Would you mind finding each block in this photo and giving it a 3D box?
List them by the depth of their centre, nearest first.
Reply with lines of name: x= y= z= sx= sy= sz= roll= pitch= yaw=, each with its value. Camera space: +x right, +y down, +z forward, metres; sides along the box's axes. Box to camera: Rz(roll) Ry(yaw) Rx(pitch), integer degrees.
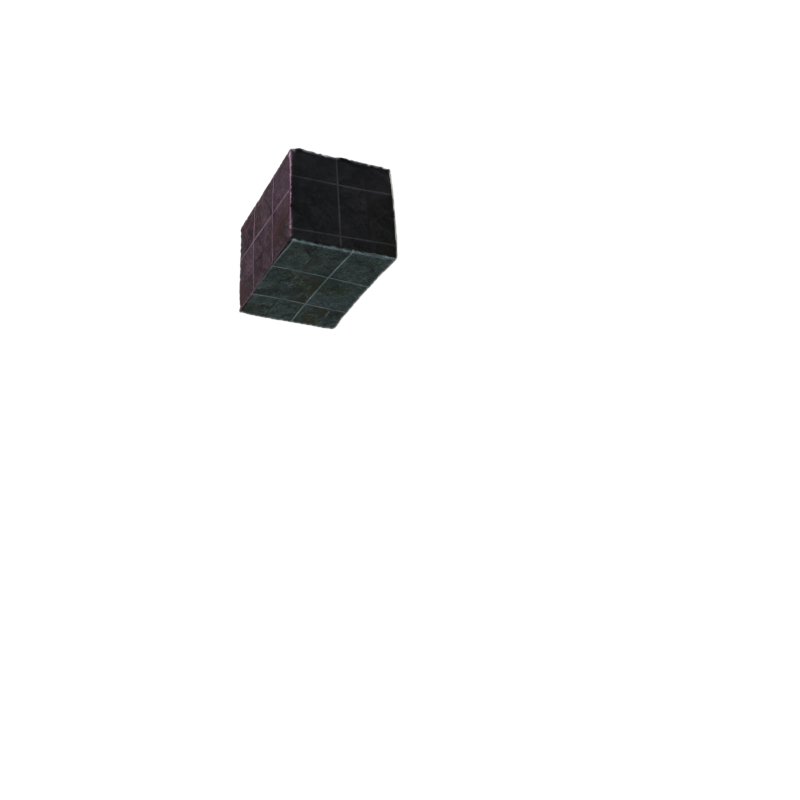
block: x=-0.042 y=-0.076 z=0.532 sx=0.051 sy=0.054 sz=0.076 roll=11 pitch=-28 yaw=-22
